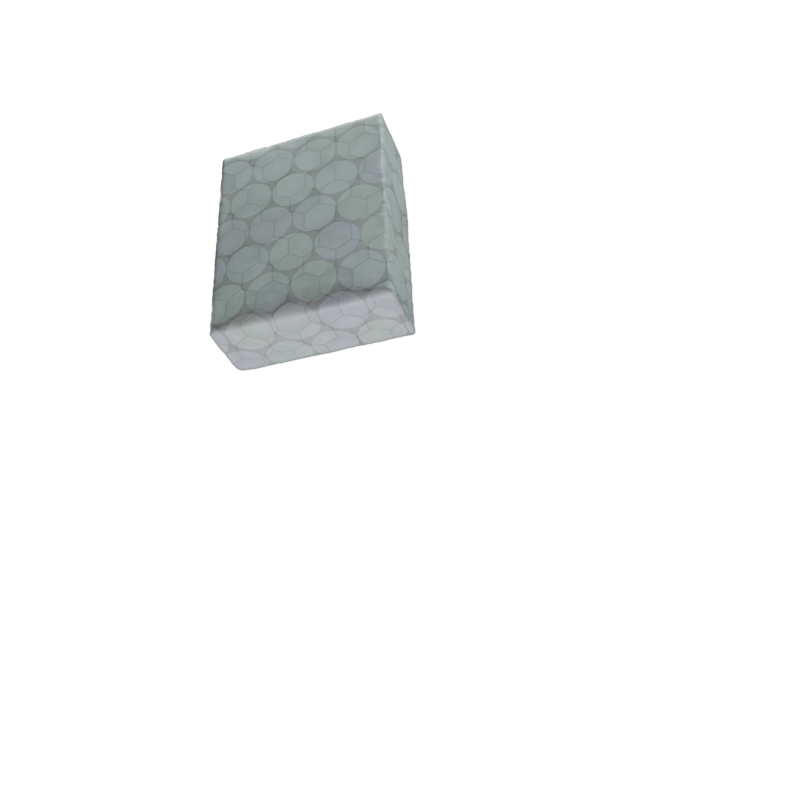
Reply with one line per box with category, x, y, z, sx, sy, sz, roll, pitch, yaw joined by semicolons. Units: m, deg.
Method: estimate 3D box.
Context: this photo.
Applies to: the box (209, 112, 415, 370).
box;-0.078;-0.142;0.991;0.166;0.229;0.066;-14;-40;14
